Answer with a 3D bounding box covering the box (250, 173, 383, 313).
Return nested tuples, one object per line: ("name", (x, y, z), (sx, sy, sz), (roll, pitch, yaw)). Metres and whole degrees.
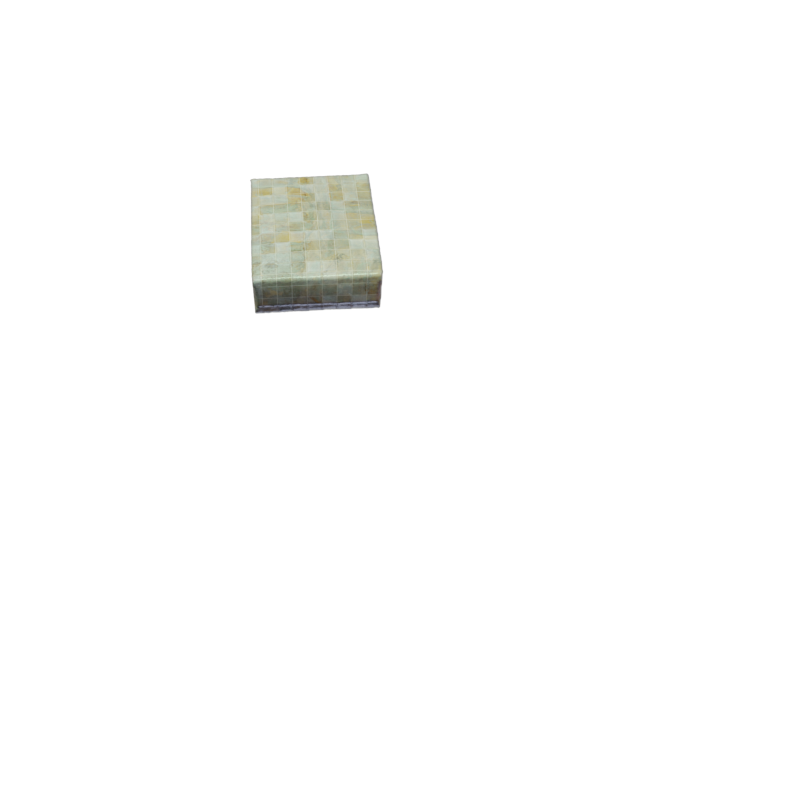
("box", (-0.063, -0.114, 0.800), (0.089, 0.036, 0.122), (-3, 45, -4))
